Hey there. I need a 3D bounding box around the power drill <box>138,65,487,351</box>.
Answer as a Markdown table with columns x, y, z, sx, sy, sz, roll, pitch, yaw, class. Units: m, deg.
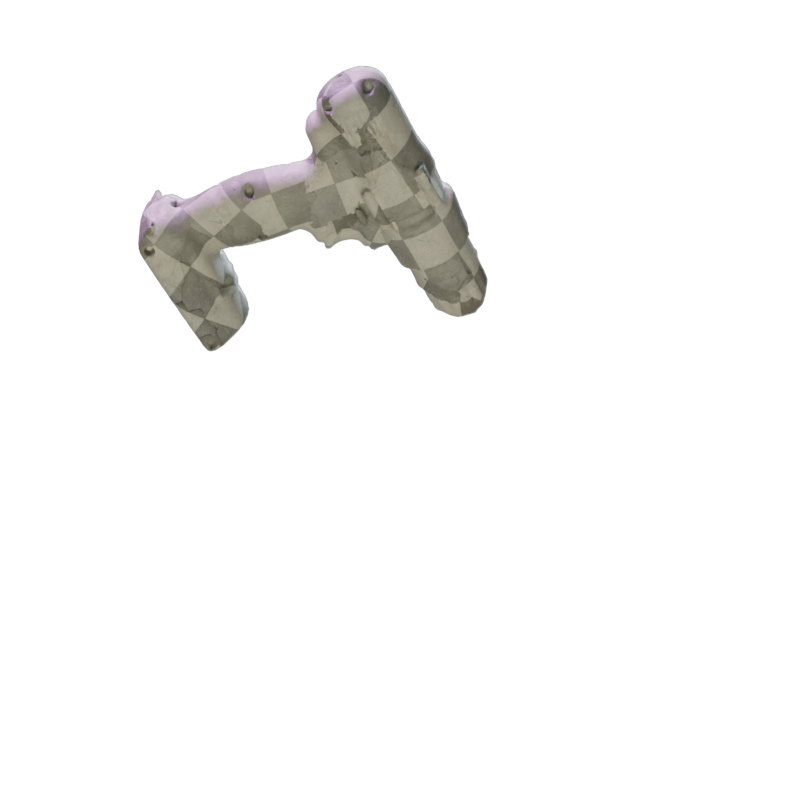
| x | y | z | sx | sy | sz | roll | pitch | yaw | class |
| --- | --- | --- | --- | --- | --- | --- | --- | --- | --- |
| -0.055 | -0.100 | 0.702 | 0.188 | 0.173 | 0.061 | -23 | 30 | 13 | power drill |
